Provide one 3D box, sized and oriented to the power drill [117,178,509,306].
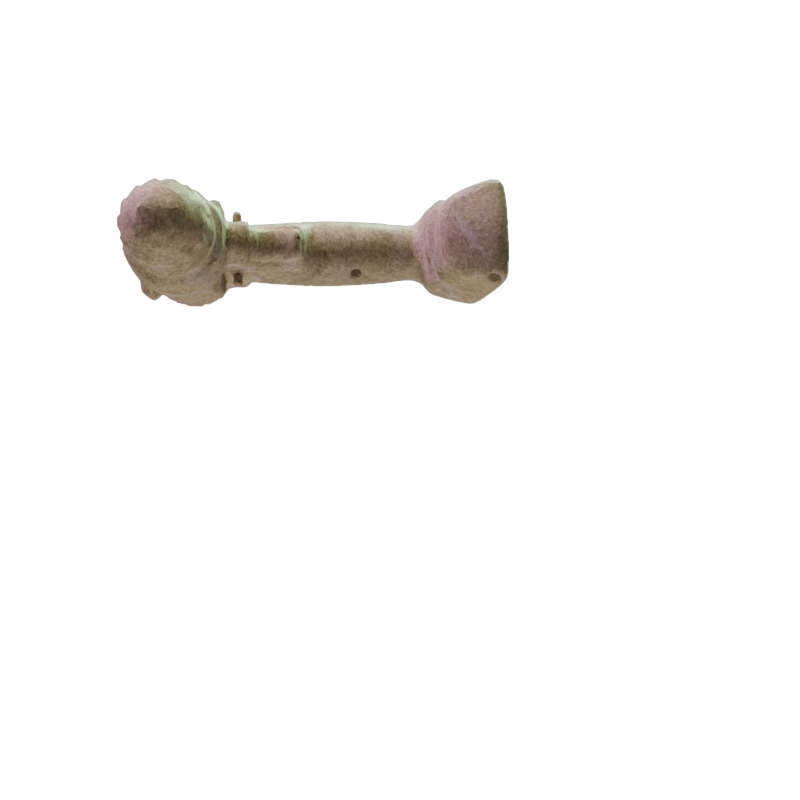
[{"bbox_3d":[-0.044,-0.080,0.563,0.187,0.058,0.183,0,0,-3],"label":"power drill"}]
